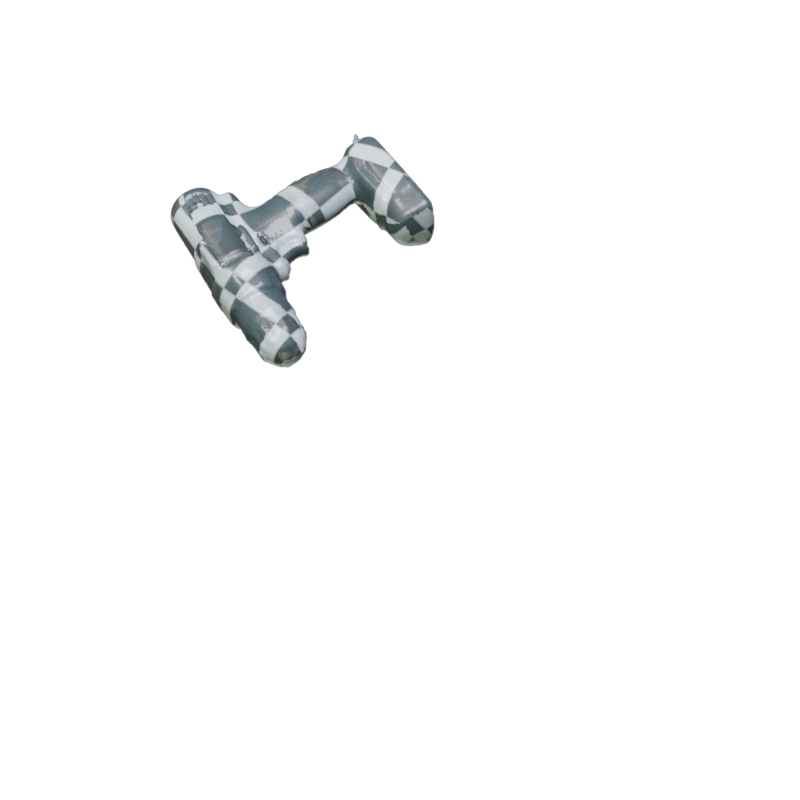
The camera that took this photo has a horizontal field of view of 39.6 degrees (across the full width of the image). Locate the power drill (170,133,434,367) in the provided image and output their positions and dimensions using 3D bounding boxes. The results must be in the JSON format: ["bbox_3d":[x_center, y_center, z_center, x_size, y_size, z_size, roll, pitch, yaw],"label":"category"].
[{"bbox_3d":[-0.070,-0.127,0.888,0.187,0.198,0.054,-25,-32,-18],"label":"power drill"}]
